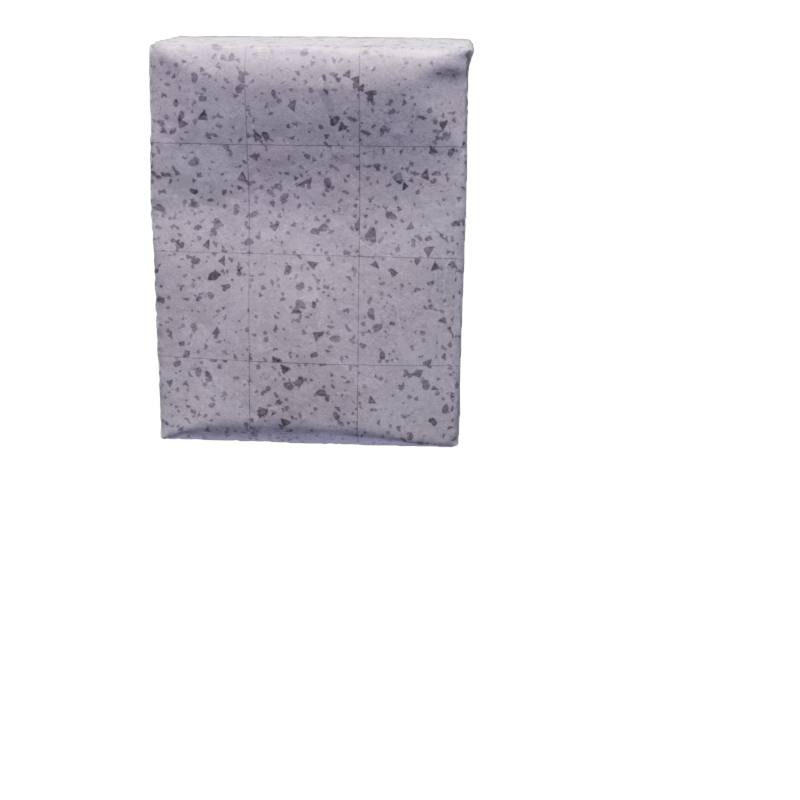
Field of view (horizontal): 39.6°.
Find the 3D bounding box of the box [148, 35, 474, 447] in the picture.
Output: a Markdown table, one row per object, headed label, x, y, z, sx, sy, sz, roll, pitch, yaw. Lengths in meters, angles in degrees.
| label | x | y | z | sx | sy | sz | roll | pitch | yaw |
| --- | --- | --- | --- | --- | --- | --- | --- | --- | --- |
| box | -0.047 | -0.085 | 0.594 | 0.165 | 0.207 | 0.074 | 2 | 15 | 5 |
